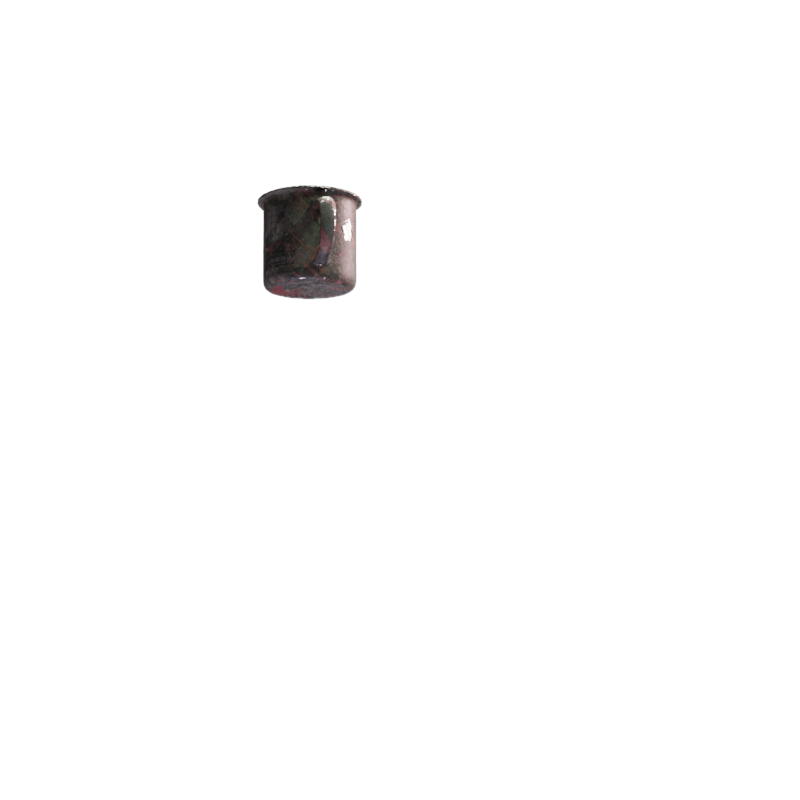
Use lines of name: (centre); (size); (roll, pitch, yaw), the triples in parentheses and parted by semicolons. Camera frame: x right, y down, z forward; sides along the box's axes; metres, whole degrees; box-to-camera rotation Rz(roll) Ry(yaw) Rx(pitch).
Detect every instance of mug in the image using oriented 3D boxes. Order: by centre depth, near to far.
mug: (-0.076, -0.138, 0.966); (0.091, 0.084, 0.116); (3, -11, -18)
